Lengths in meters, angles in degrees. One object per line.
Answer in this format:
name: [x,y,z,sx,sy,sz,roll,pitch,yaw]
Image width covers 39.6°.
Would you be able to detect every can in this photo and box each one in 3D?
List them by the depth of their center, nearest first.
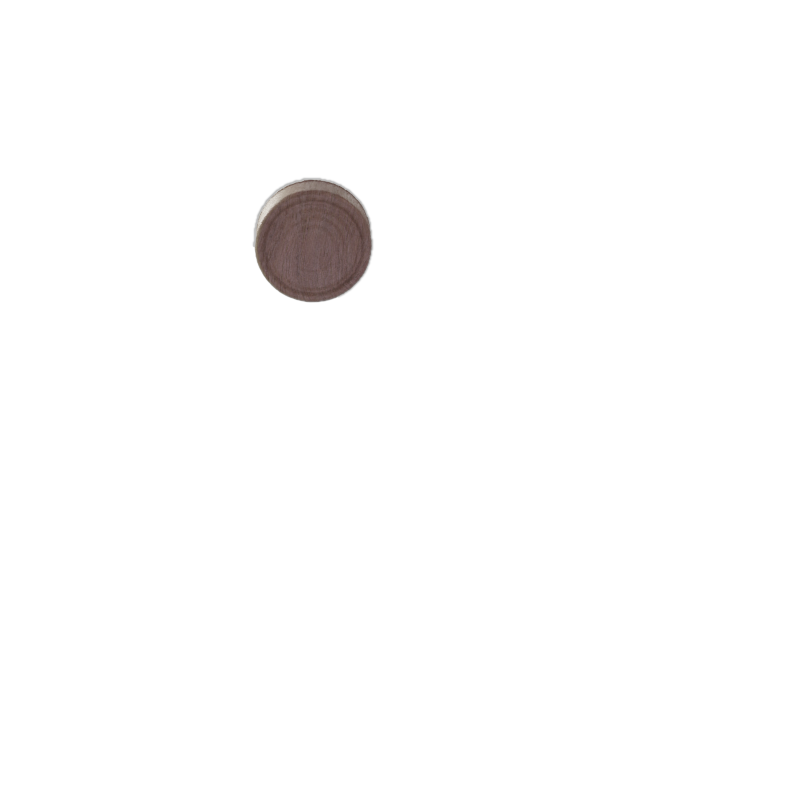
can: [-0.063,-0.115,0.805,0.086,0.082,0.035,0,19,-1]
